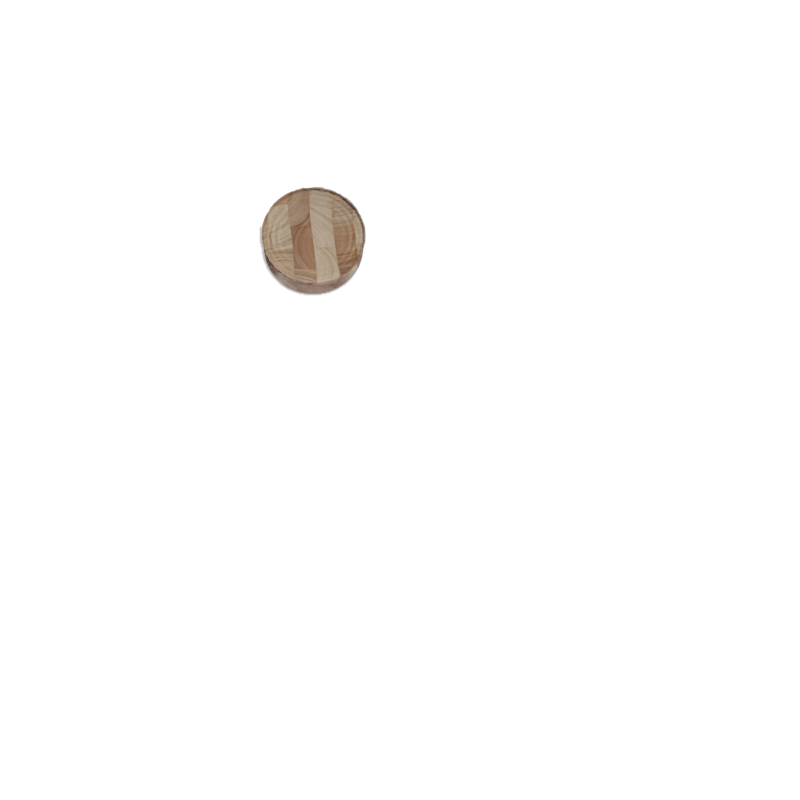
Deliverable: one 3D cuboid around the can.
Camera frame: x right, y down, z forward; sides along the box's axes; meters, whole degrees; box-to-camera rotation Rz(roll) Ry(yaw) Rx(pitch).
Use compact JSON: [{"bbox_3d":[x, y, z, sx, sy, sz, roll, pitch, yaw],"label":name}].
[{"bbox_3d":[-0.072,-0.132,0.923,0.086,0.090,0.032,-1,-20,-1],"label":"can"}]
